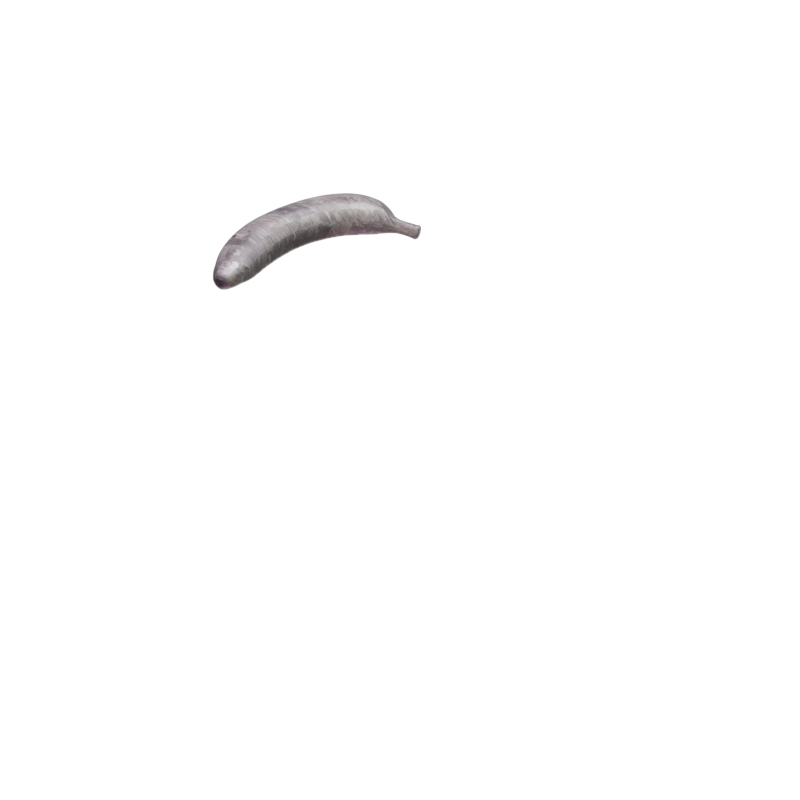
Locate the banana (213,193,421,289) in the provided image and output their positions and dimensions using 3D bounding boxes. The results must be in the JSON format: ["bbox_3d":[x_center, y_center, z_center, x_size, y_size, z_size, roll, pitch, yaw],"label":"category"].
[{"bbox_3d":[-0.078,-0.136,0.902,0.195,0.035,0.075,-21,37,-31],"label":"banana"}]
